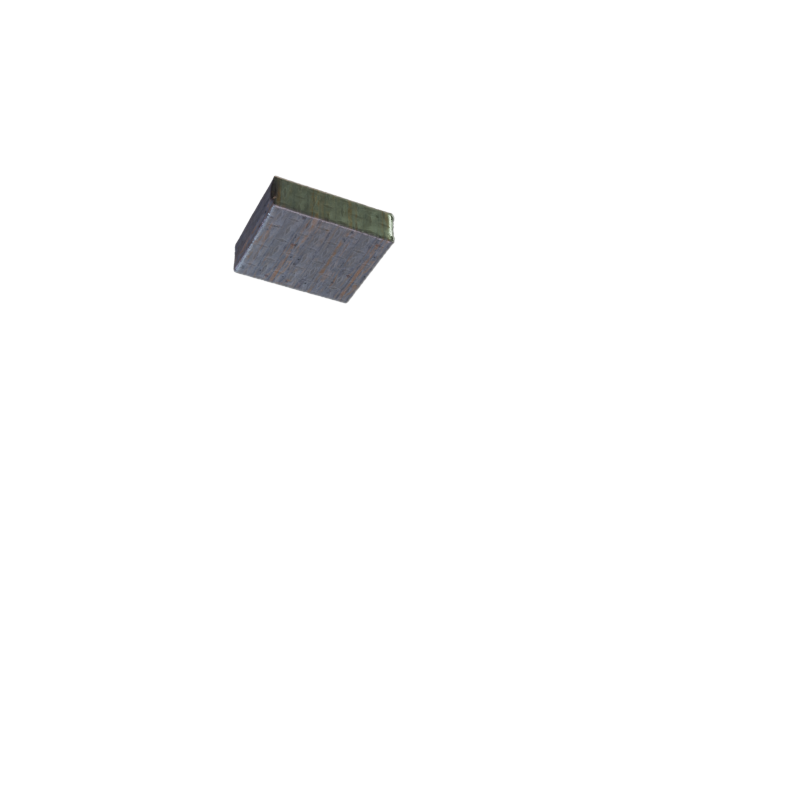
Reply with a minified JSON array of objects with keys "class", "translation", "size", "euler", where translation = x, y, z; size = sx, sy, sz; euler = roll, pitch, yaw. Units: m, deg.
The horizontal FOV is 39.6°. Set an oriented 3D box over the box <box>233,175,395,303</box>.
[{"class":"box","translation":[-0.058,-0.107,0.747],"size":[0.086,0.032,0.070],"euler":[15,-40,-20]}]
